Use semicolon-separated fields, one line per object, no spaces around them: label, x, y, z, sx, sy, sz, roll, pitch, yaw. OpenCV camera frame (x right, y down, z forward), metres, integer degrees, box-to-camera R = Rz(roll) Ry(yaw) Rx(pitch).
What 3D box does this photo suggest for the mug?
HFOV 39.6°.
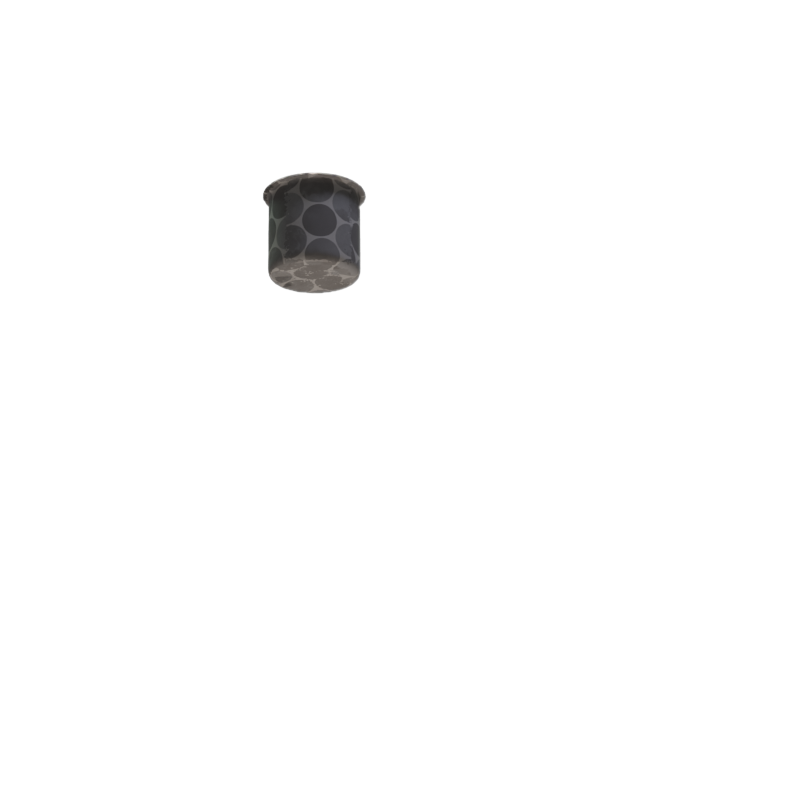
mug;-0.078;-0.143;0.999;0.092;0.086;0.113;2;-19;-7
